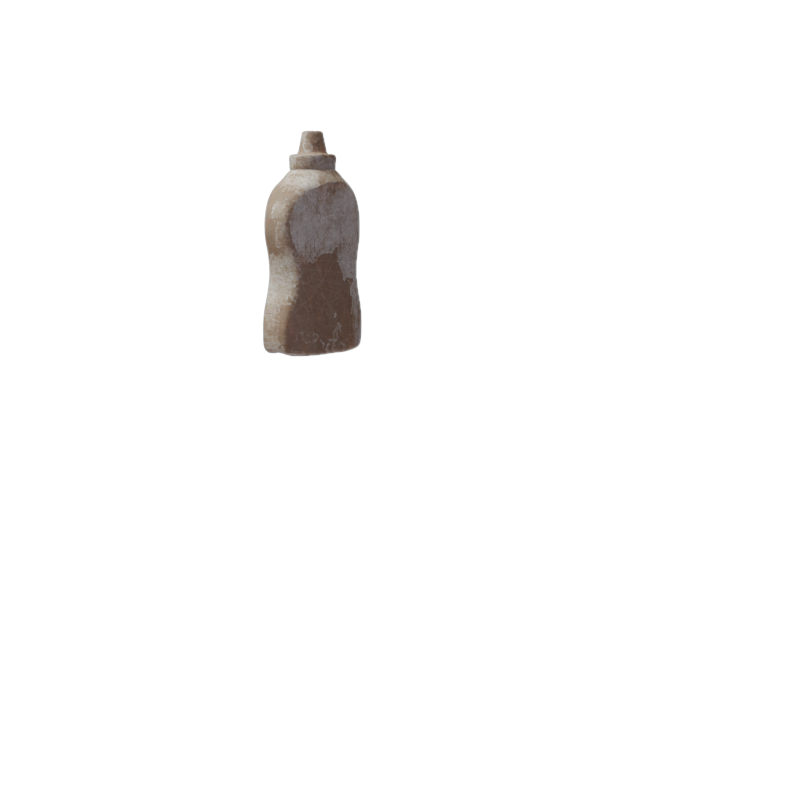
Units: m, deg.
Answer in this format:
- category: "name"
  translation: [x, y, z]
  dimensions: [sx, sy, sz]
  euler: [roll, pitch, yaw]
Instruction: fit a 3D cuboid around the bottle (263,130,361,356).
- category: "bottle"
  translation: [-0.076, -0.138, 0.965]
  dimensions: [0.061, 0.191, 0.093]
  euler: [3, 4, 44]
